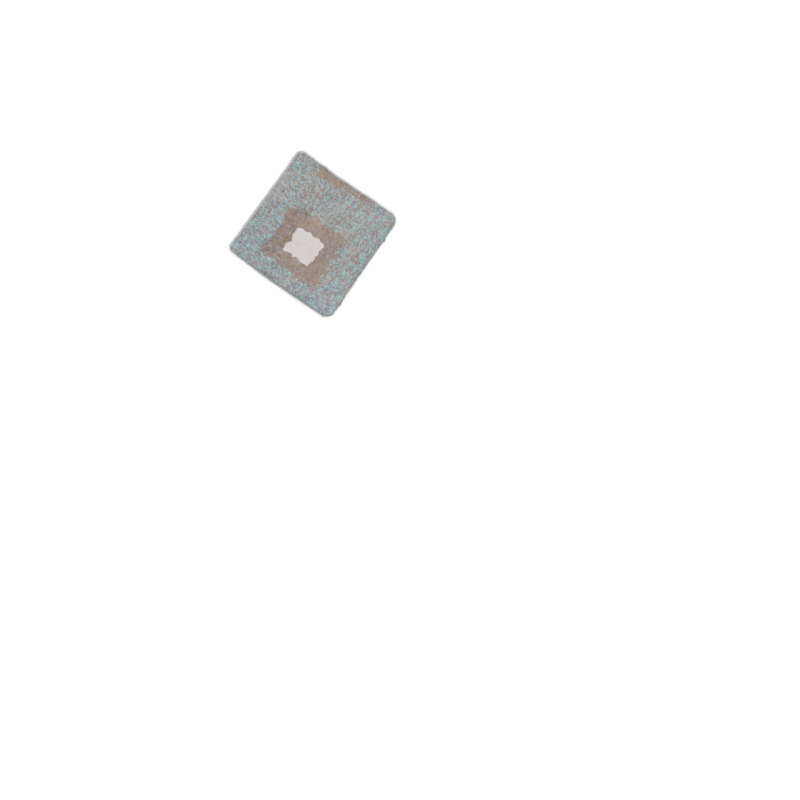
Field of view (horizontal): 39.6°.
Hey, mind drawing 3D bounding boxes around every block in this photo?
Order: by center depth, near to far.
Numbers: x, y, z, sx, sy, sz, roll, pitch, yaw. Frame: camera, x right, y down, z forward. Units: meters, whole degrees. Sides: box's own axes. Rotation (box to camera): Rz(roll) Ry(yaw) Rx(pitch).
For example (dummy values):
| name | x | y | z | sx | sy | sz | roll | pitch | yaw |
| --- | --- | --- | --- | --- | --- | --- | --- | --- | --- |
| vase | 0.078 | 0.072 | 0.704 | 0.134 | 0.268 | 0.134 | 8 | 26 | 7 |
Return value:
| name | x | y | z | sx | sy | sz | roll | pitch | yaw |
| --- | --- | --- | --- | --- | --- | --- | --- | --- | --- |
| block | -0.070 | -0.128 | 0.898 | 0.090 | 0.091 | 0.207 | 35 | 1 | -5 |
